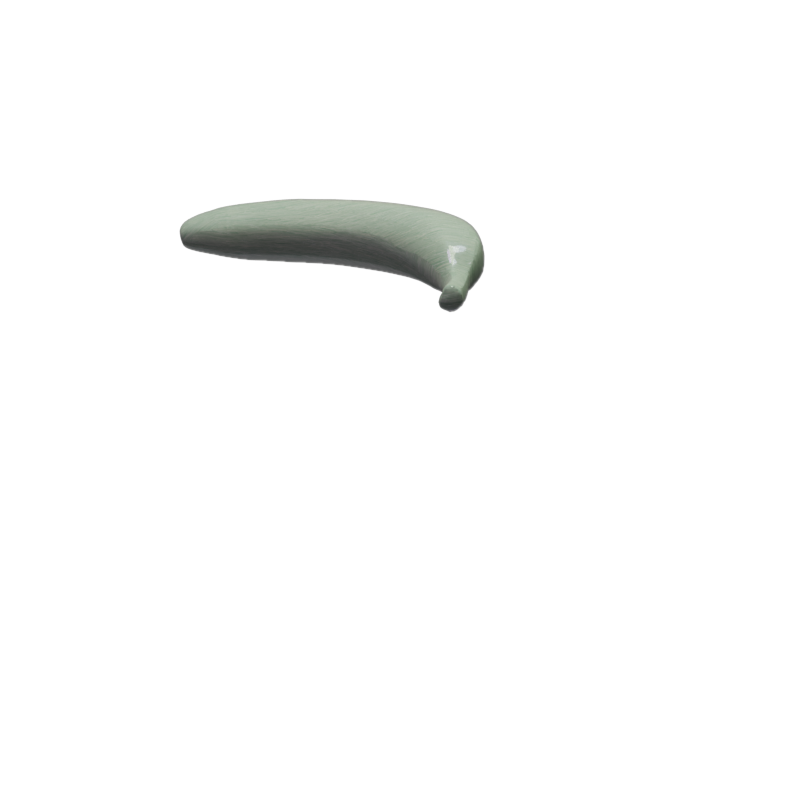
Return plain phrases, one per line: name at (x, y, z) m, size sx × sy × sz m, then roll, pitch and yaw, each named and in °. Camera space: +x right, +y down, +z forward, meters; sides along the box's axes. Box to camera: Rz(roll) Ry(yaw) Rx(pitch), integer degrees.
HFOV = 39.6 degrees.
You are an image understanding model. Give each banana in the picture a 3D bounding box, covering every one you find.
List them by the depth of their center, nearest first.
banana at (-0.028, -0.082, 0.564) m, size 0.208 × 0.036 × 0.068 m, roll 16°, pitch 22°, yaw 42°
